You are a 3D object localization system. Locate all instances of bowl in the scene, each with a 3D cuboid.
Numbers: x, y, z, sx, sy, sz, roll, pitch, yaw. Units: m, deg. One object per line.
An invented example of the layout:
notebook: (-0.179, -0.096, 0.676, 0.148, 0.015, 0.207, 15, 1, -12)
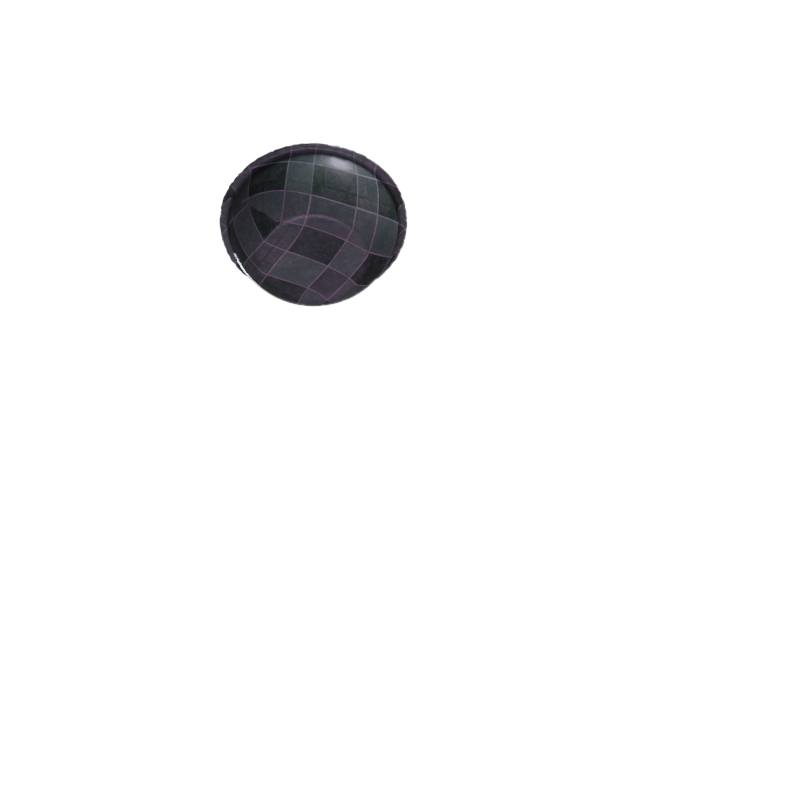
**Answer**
bowl: (-0.073, -0.133, 0.931, 0.162, 0.151, 0.059, 1, 38, -1)
